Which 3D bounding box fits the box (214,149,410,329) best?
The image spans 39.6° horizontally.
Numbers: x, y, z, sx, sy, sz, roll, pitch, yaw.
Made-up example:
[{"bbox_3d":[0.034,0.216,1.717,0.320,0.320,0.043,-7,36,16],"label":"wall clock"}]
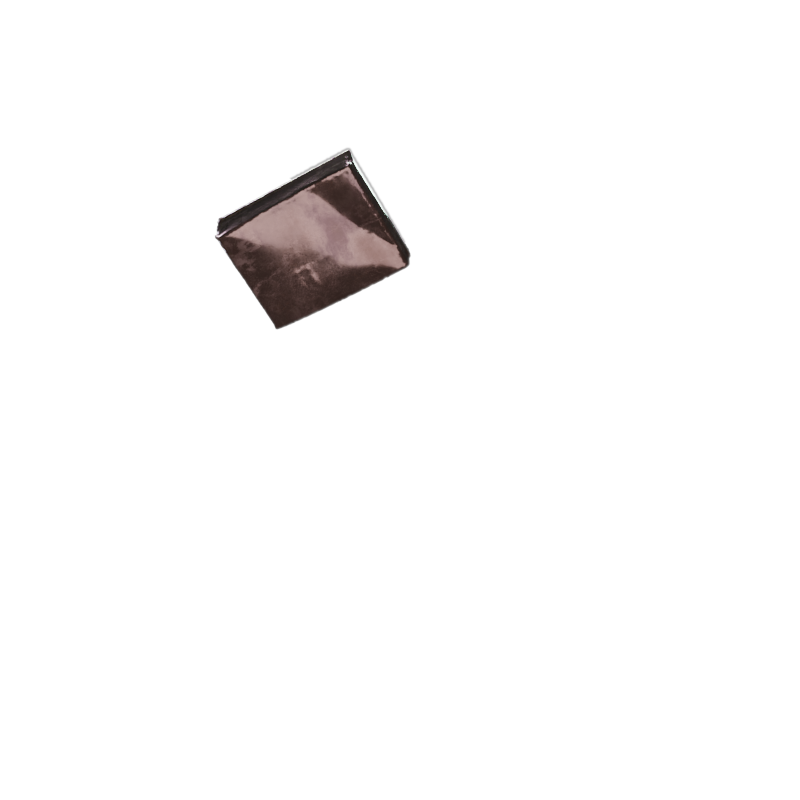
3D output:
[{"bbox_3d":[-0.062,-0.113,0.795,0.113,0.085,0.041,-27,22,11],"label":"box"}]
